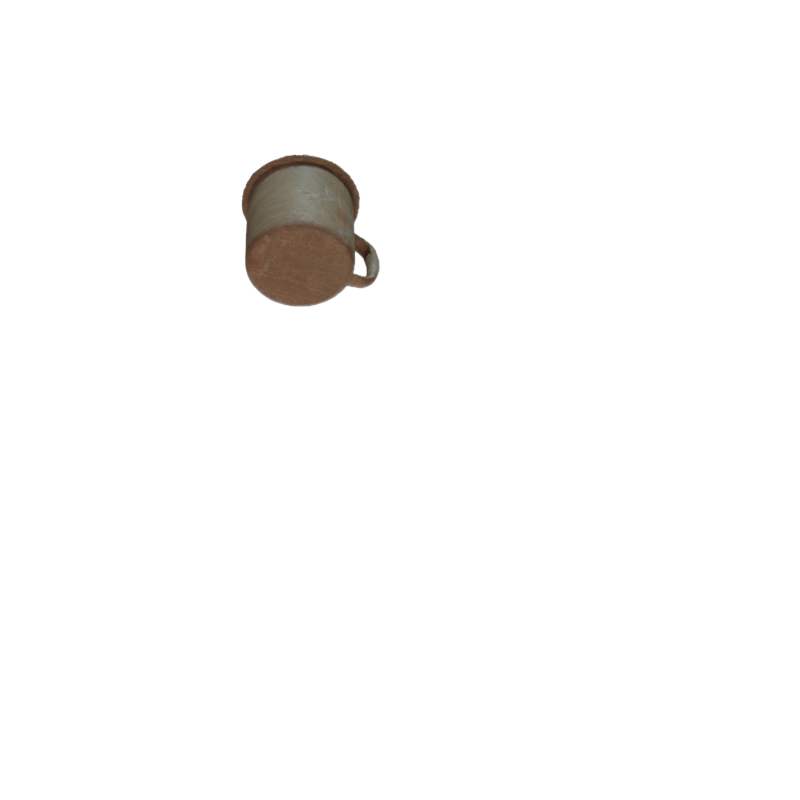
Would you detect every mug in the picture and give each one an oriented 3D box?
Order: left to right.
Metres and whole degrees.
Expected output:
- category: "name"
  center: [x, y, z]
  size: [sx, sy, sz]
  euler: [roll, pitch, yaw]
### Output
- category: "mug"
  center: [-0.066, -0.121, 0.845]
  size: [0.112, 0.087, 0.091]
  euler: [28, -54, -24]
